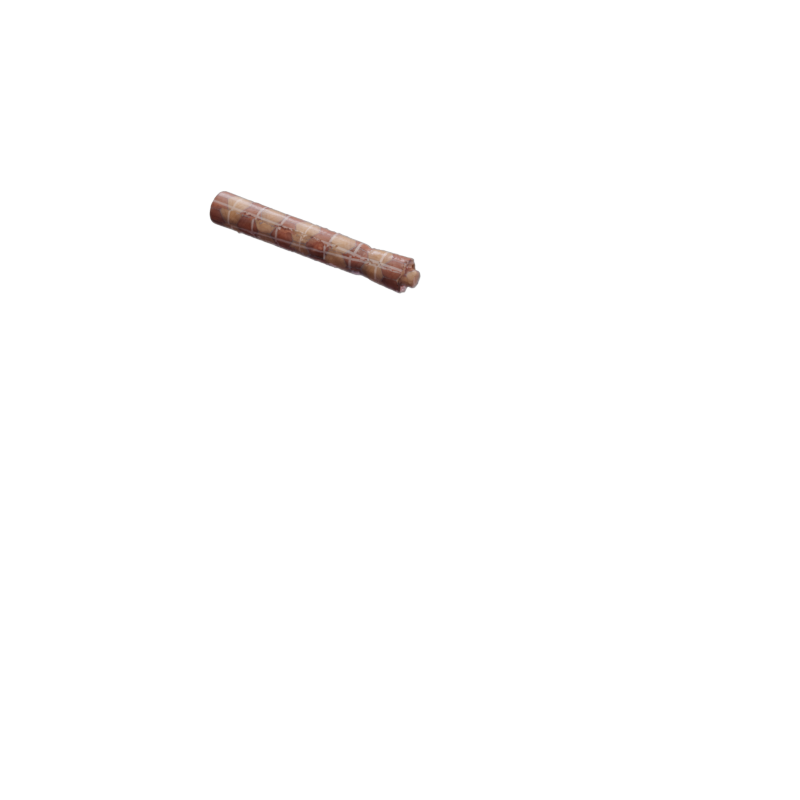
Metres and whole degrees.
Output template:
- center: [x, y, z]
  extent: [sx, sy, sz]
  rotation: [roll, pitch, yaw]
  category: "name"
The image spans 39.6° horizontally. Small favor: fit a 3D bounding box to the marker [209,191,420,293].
- center: [-0.045, -0.082, 0.577]
  extent: [0.127, 0.019, 0.019]
  rotation: [23, 13, 24]
  category: "marker"
